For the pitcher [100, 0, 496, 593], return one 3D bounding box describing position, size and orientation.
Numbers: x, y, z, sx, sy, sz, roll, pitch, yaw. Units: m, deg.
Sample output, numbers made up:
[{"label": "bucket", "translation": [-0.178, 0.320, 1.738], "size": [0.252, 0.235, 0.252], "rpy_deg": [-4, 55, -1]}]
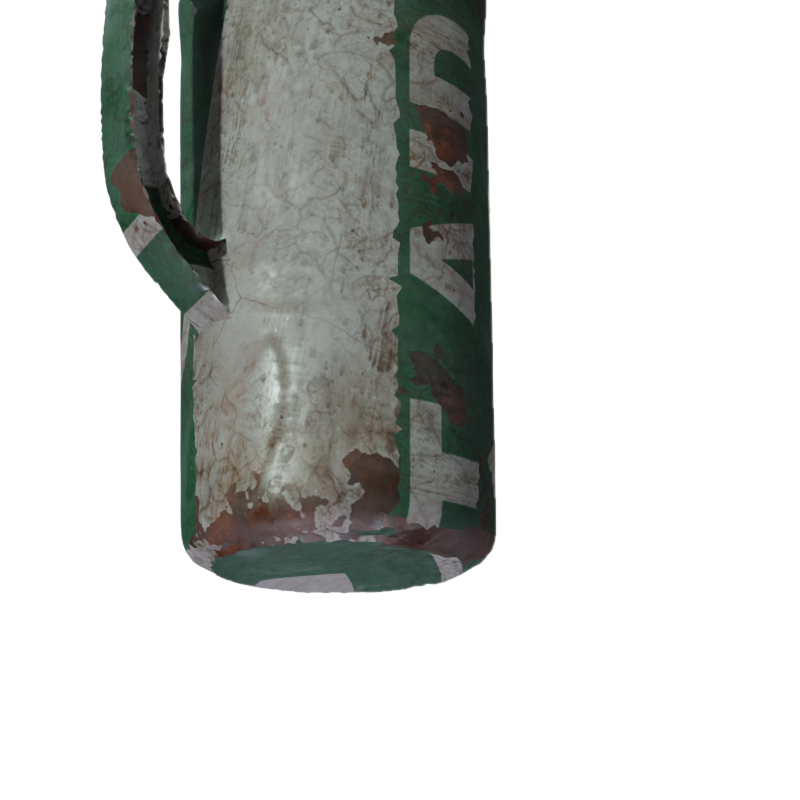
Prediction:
[{"label": "pitcher", "translation": [-0.033, -0.061, 0.425], "size": [0.149, 0.257, 0.137], "rpy_deg": [-1, -25, -1]}]
